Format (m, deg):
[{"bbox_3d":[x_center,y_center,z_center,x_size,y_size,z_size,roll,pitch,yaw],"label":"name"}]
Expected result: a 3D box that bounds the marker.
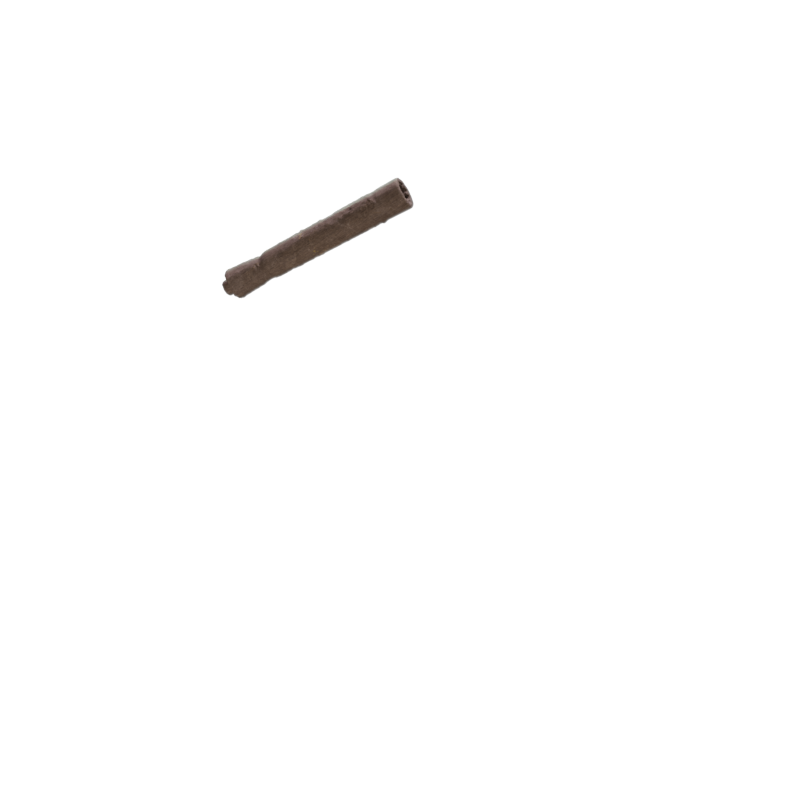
[{"bbox_3d":[-0.049,-0.089,0.626,0.121,0.020,0.019,-26,-4,18],"label":"marker"}]
